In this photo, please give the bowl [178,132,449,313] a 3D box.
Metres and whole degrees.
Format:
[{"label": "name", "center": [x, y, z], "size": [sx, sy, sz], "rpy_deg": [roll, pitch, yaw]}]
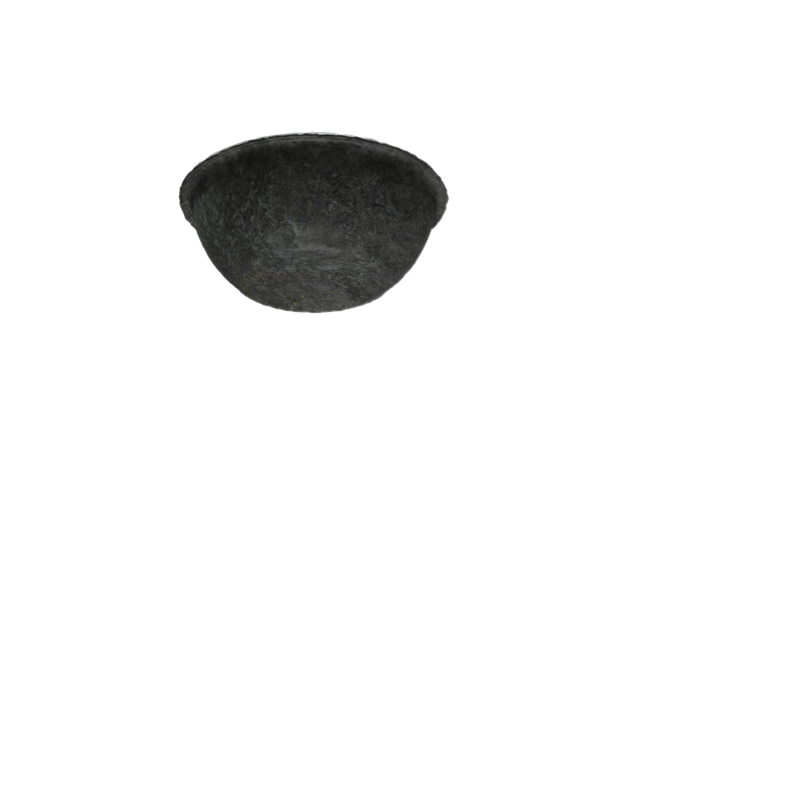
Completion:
[{"label": "bowl", "center": [-0.051, -0.094, 0.658], "size": [0.162, 0.058, 0.154], "rpy_deg": [1, -20, -2]}]
